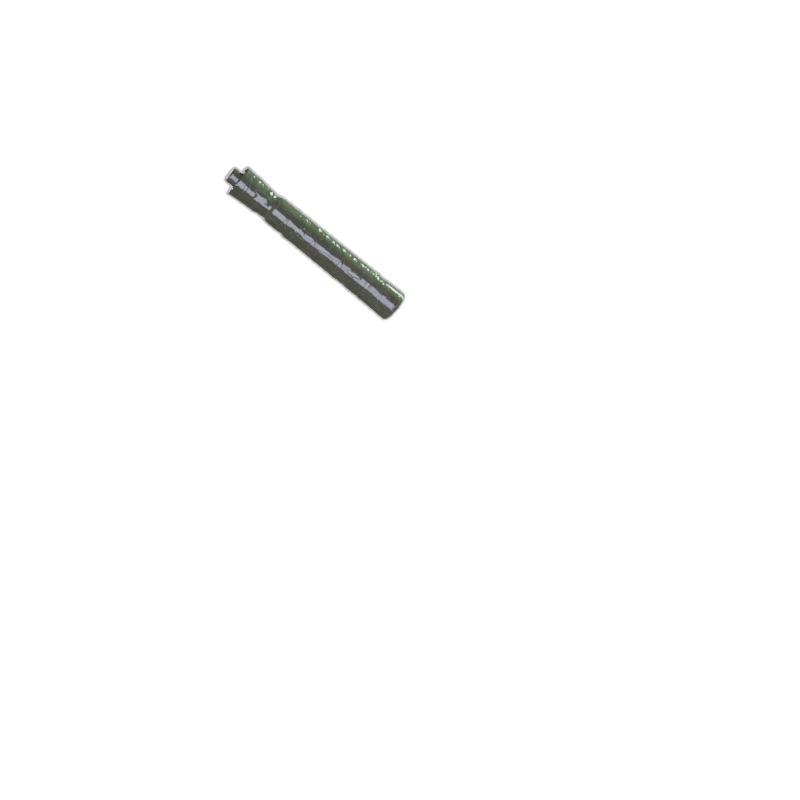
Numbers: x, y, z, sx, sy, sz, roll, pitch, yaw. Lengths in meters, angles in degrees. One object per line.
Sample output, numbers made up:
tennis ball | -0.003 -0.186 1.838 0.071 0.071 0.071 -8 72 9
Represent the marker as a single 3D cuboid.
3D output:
marker | -0.049 -0.089 0.623 0.118 0.020 0.020 38 -5 -9
